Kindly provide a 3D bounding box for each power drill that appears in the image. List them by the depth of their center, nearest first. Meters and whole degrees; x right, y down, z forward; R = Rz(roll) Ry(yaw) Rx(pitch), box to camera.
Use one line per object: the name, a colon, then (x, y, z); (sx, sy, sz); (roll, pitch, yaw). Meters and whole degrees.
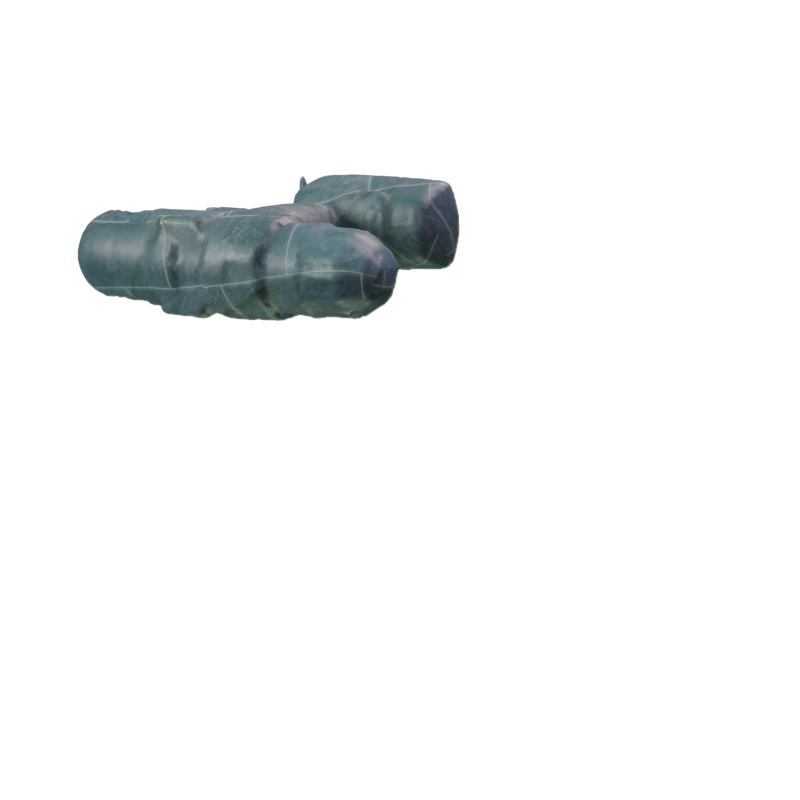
power drill: (-0.046, -0.083, 0.584); (0.193, 0.056, 0.184); (10, 18, 33)
